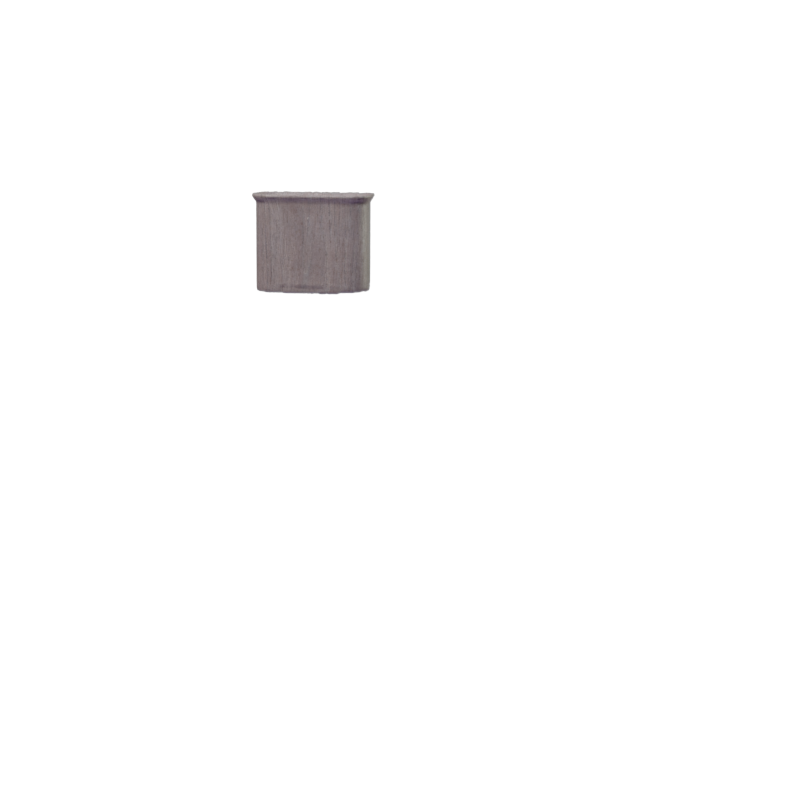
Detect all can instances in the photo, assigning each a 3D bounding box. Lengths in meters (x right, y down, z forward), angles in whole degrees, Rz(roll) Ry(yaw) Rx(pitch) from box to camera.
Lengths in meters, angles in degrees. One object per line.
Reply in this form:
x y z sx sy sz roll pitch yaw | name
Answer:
-0.074 -0.136 0.950 0.104 0.083 0.057 2 8 12 | can
